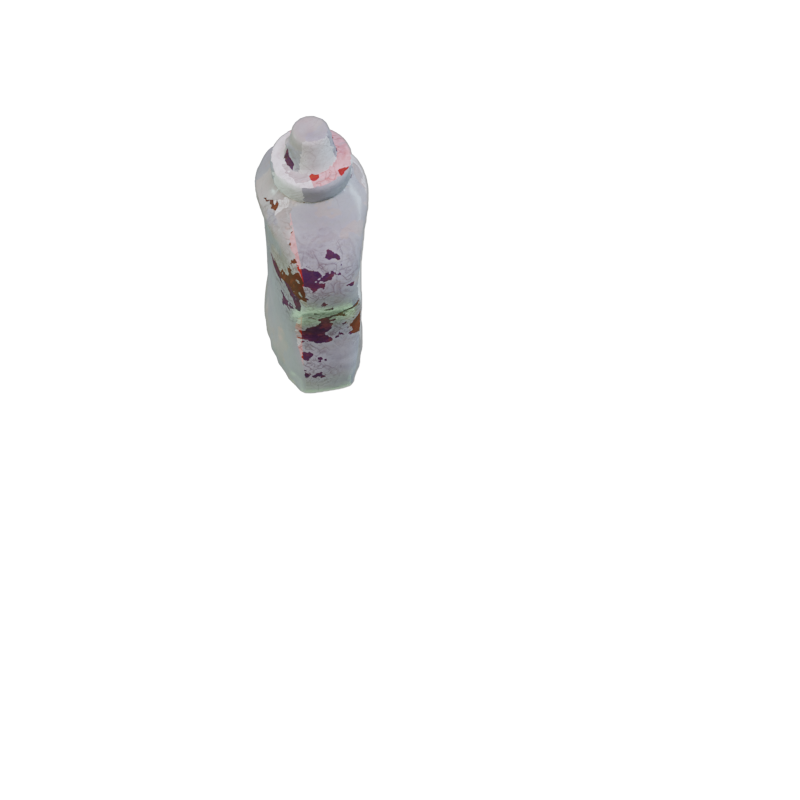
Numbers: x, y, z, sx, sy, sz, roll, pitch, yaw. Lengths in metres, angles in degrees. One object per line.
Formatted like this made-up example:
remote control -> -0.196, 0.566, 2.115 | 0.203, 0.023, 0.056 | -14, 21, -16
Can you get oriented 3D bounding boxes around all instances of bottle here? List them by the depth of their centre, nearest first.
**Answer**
bottle -> -0.048, -0.087, 0.609 | 0.058, 0.103, 0.180 | -7, -29, -8
